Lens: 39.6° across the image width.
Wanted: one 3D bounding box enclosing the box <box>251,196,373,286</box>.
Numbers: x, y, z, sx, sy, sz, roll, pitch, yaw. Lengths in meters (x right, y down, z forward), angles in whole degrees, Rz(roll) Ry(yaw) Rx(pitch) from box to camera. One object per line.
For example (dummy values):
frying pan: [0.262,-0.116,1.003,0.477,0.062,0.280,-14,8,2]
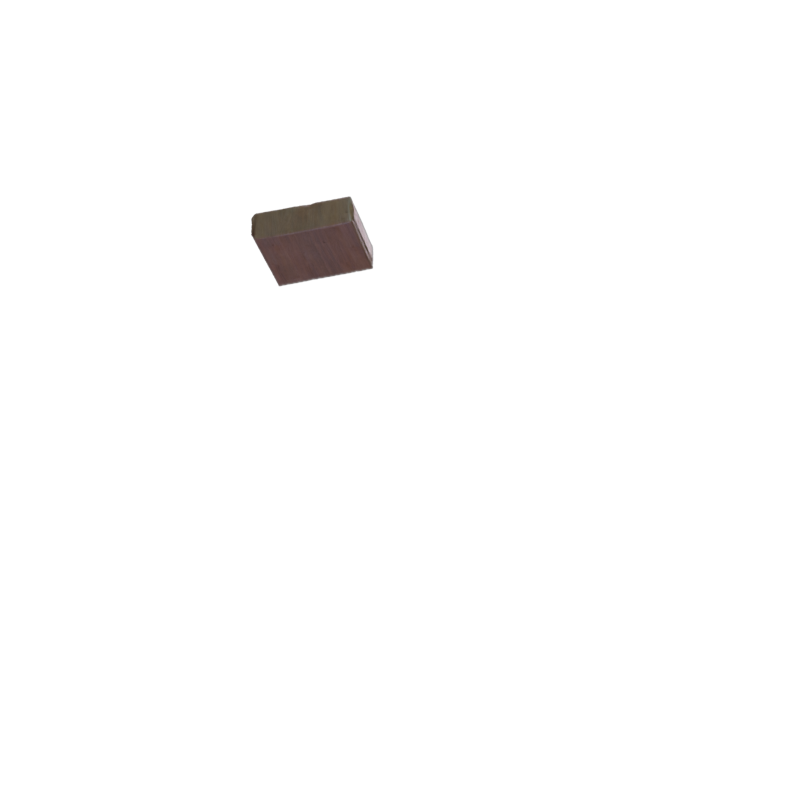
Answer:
box: [-0.074,-0.136,0.949,0.090,0.032,0.068,-8,-33,13]
